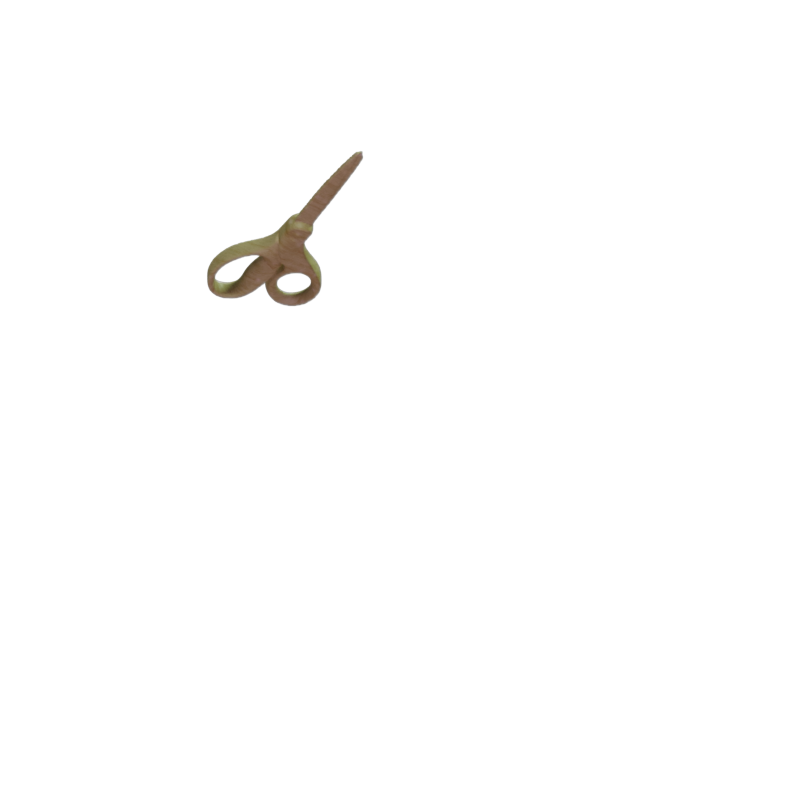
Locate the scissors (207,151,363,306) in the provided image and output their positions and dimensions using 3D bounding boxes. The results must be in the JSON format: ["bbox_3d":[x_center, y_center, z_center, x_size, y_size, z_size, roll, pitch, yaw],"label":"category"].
[{"bbox_3d":[-0.064,-0.116,0.812,0.090,0.017,0.202,24,-35,-38],"label":"scissors"}]
